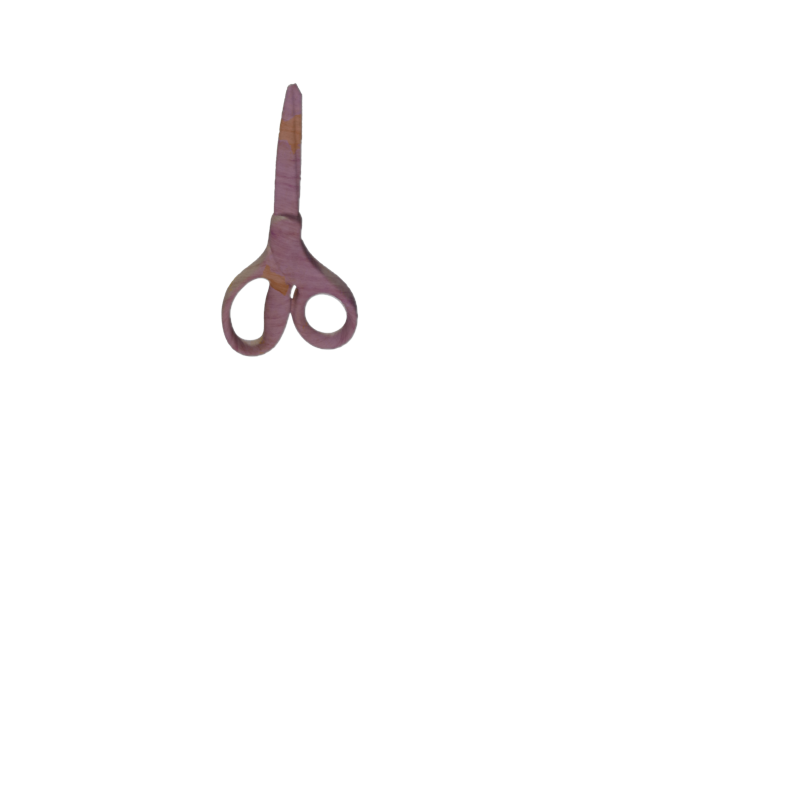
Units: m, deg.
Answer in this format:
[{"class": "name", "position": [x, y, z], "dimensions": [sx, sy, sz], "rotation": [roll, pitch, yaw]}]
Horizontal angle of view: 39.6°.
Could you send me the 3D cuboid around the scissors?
[{"class": "scissors", "position": [-0.053, -0.096, 0.673], "dimensions": [0.094, 0.193, 0.017], "rotation": [16, 40, -14]}]
